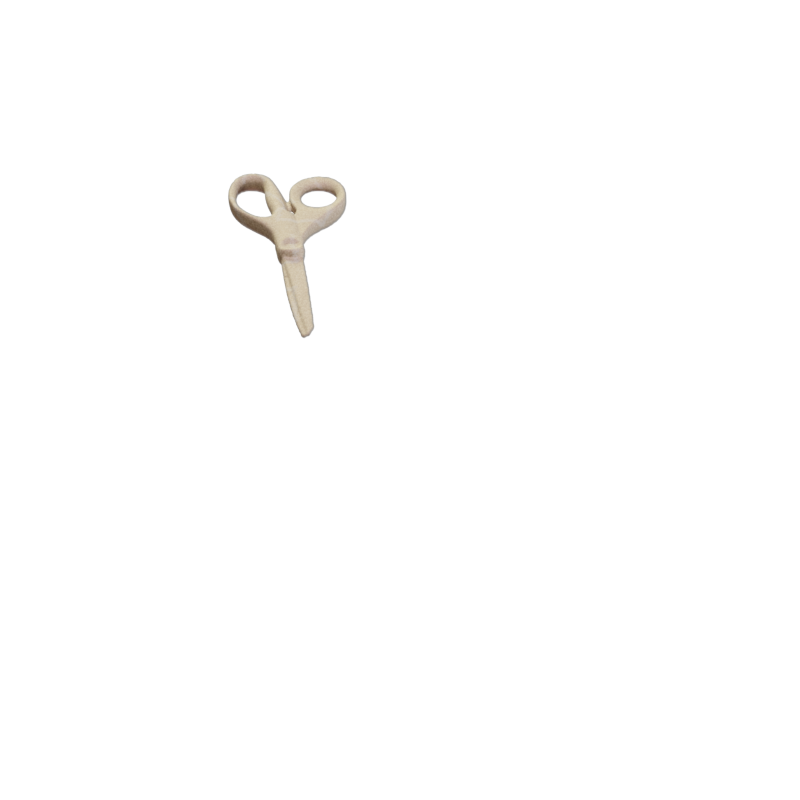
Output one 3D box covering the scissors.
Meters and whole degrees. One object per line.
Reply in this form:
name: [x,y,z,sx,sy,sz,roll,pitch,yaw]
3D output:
scissors: [-0.061,-0.110,0.774,0.095,0.015,0.218,-15,40,-19]
